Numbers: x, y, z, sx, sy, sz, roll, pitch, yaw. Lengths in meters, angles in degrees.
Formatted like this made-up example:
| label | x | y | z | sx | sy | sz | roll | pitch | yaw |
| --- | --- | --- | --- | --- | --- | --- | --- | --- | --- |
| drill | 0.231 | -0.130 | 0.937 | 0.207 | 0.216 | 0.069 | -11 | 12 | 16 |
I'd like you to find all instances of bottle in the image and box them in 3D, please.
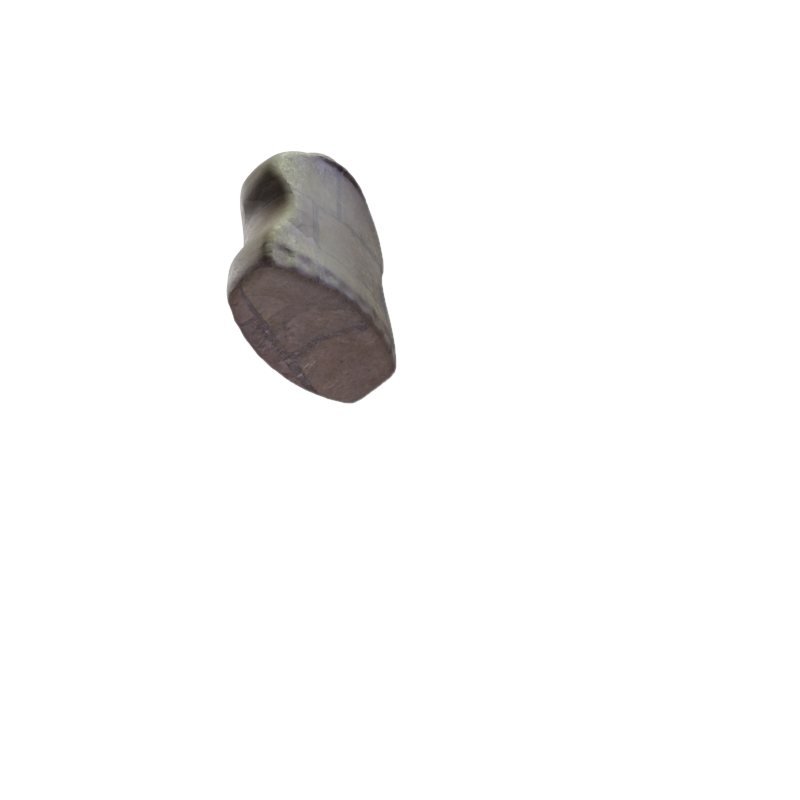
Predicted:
| label | x | y | z | sx | sy | sz | roll | pitch | yaw |
| --- | --- | --- | --- | --- | --- | --- | --- | --- | --- |
| bottle | -0.049 | -0.089 | 0.627 | 0.091 | 0.058 | 0.205 | 37 | 26 | -26 |
